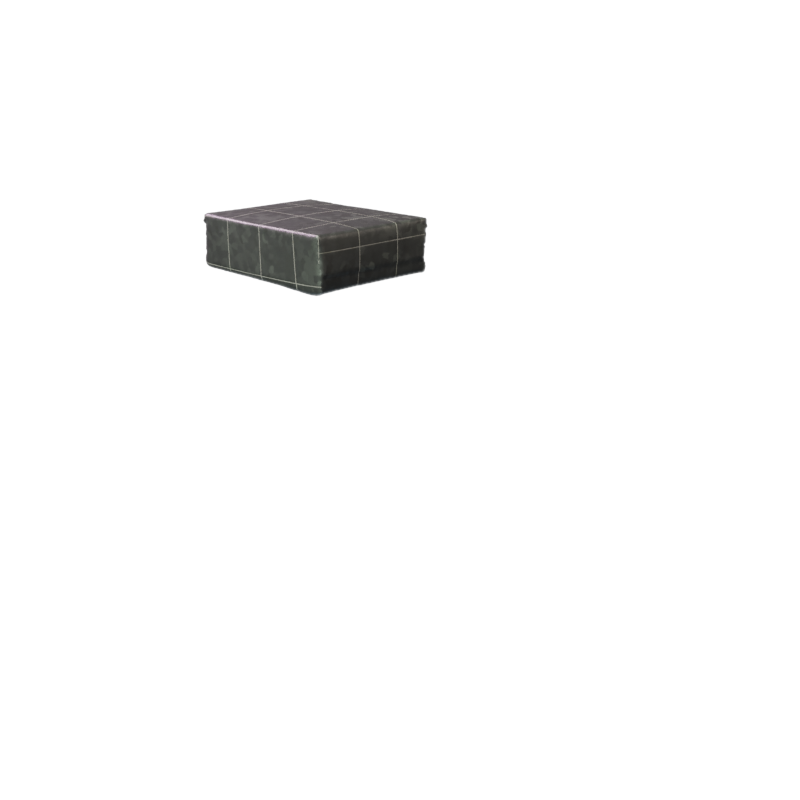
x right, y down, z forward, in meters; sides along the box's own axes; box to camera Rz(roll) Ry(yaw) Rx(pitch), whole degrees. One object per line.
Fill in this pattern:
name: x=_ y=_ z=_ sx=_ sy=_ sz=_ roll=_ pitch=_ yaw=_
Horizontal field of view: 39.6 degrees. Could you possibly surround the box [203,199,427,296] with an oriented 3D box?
box: x=-0.054 y=-0.098 z=0.688 sx=0.088 sy=0.037 sz=0.120 roll=-17 pitch=26 yaw=-40
